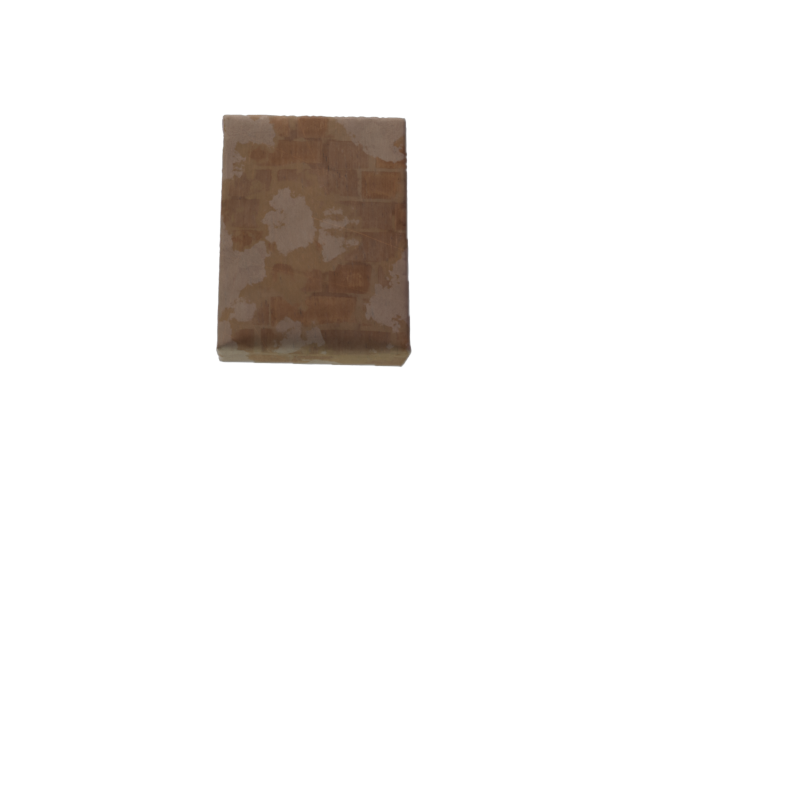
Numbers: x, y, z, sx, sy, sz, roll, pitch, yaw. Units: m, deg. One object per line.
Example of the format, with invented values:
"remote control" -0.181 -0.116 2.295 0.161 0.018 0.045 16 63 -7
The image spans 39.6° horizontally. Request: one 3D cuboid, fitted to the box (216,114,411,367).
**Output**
"box" -0.076 -0.139 0.974 0.163 0.223 0.069 0 -17 -4
